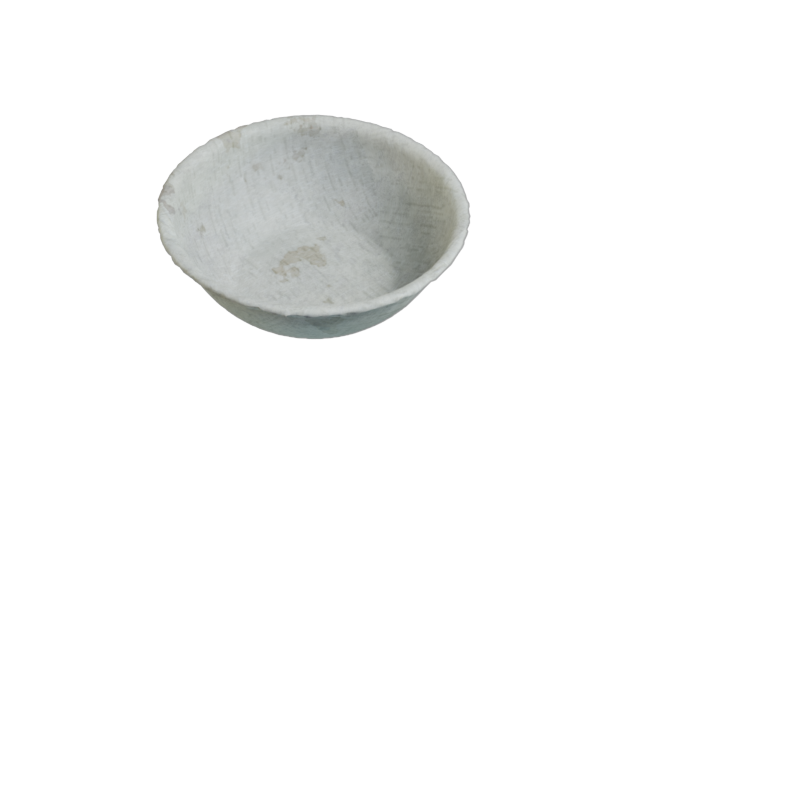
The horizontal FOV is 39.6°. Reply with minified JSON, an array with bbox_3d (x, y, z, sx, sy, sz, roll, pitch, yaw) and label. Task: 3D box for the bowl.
[{"bbox_3d":[-0.046,-0.084,0.590,0.162,0.174,0.051,-1,-44,-1],"label":"bowl"}]
